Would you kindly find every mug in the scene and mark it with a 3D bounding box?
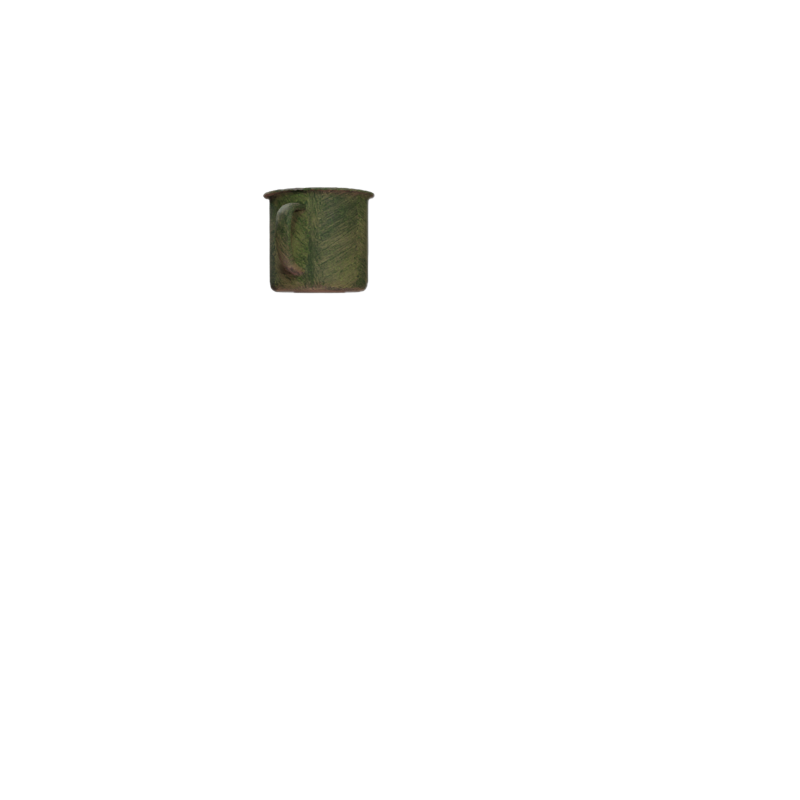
[{"bbox_3d":[-0.071,-0.129,0.907,0.095,0.082,0.114,0,1,19],"label":"mug"}]
